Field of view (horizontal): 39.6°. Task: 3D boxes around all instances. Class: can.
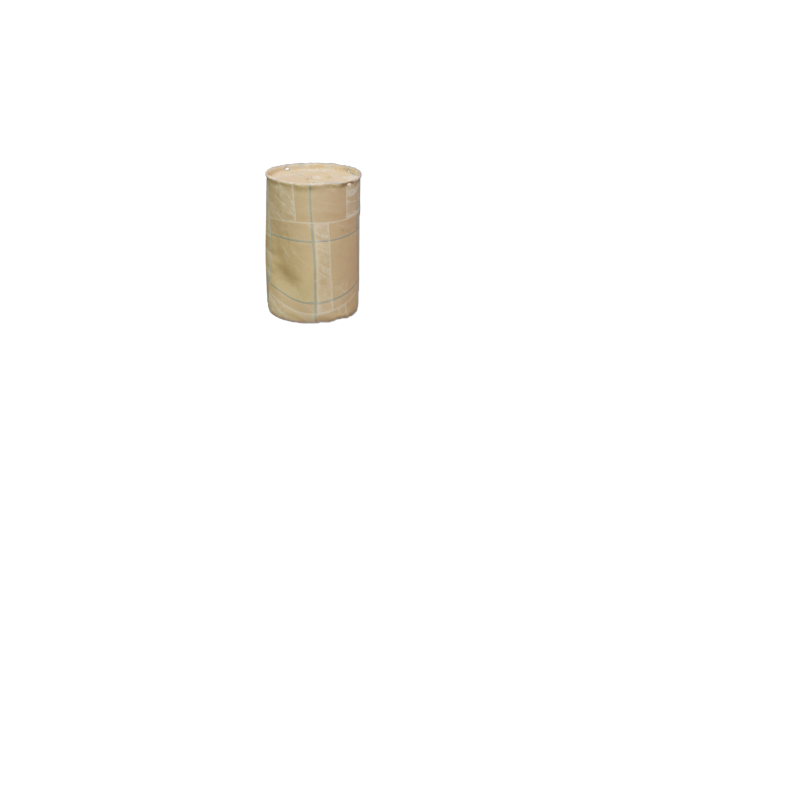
[{"bbox_3d":[-0.062,-0.113,0.792,0.068,0.098,0.071,0,19,-2],"label":"can"}]
